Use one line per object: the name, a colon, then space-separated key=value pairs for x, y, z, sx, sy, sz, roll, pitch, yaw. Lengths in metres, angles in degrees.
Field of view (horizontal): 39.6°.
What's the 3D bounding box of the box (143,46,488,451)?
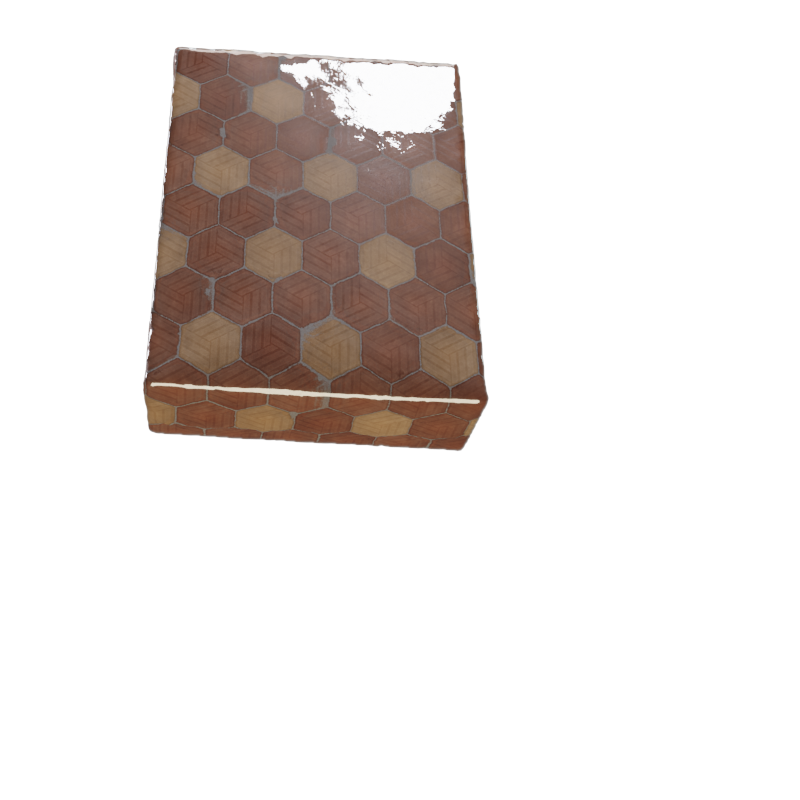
box: x=-0.047 y=-0.085 z=0.597 sx=0.163 sy=0.228 sz=0.068 roll=2 pitch=-32 yaw=-6
